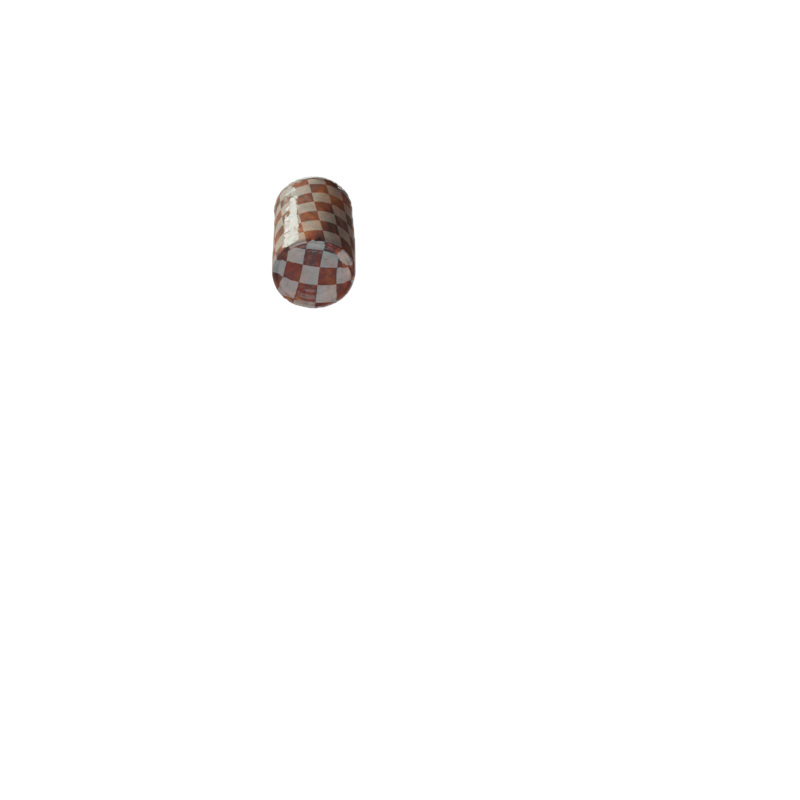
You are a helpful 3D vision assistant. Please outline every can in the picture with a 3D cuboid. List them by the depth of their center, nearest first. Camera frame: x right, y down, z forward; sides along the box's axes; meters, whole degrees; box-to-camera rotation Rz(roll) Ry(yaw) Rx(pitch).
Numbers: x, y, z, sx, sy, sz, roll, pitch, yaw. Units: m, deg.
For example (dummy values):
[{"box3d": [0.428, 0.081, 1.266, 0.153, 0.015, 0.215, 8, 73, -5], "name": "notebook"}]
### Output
[{"box3d": [-0.072, -0.131, 0.915, 0.068, 0.064, 0.109, -1, 36, -3], "name": "can"}]
